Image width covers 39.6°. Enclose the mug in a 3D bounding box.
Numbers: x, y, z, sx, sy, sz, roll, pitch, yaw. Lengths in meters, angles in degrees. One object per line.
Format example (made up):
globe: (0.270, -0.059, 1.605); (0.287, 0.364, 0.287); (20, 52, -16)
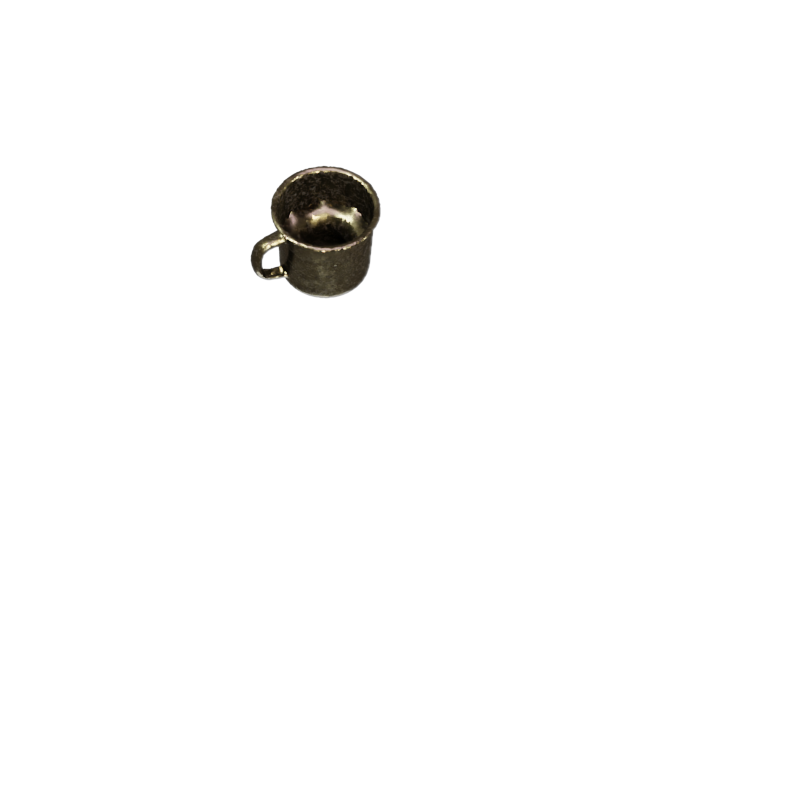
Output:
mug: (-0.075, -0.137, 0.961); (0.117, 0.100, 0.076); (-27, -29, -18)
